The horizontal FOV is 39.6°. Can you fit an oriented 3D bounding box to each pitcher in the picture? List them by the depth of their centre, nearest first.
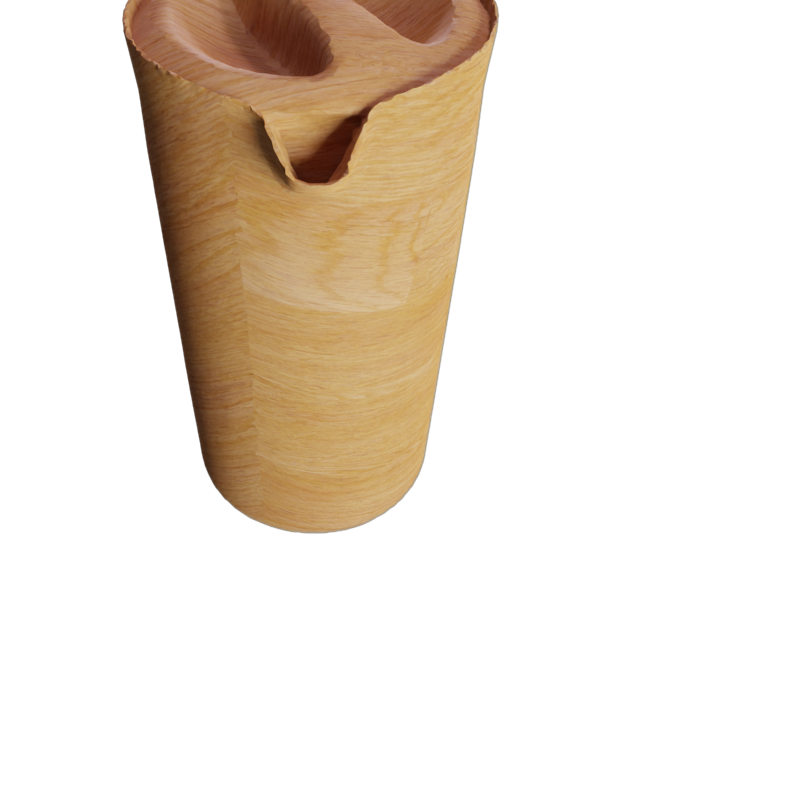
[{"bbox_3d":[-0.037,-0.067,0.472,0.154,0.227,0.151,31,49,28],"label":"pitcher"}]
